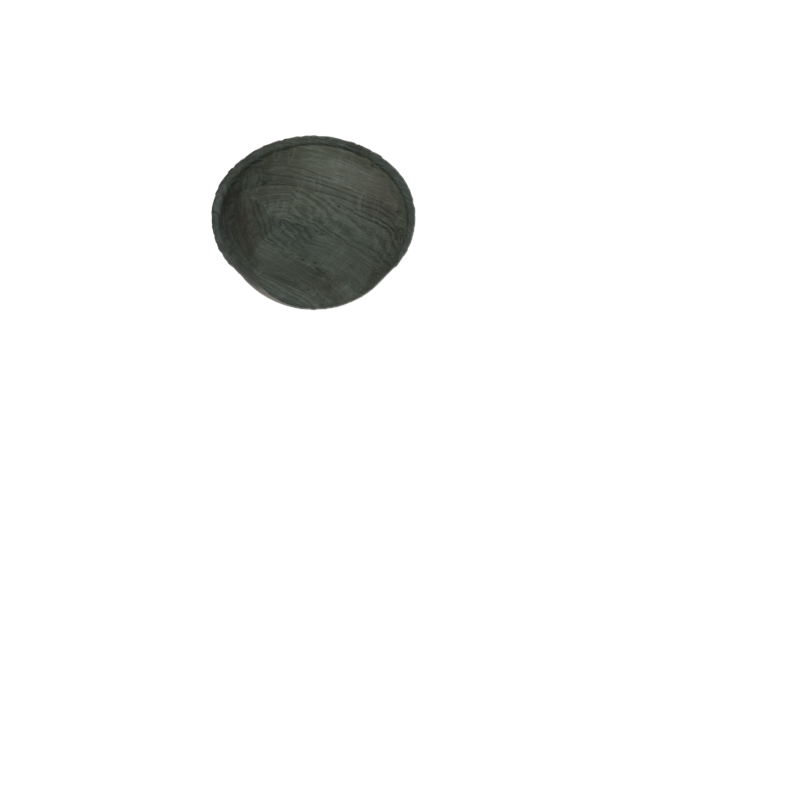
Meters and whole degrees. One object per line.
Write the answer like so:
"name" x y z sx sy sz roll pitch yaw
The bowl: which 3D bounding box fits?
"bowl" -0.067 -0.122 0.854 0.162 0.151 0.059 1 42 -1
